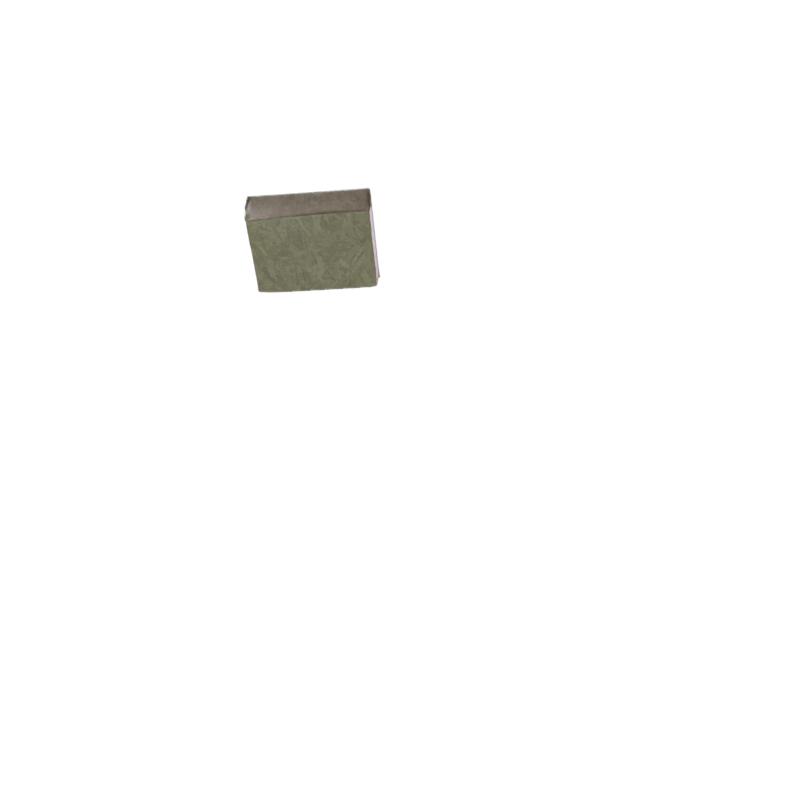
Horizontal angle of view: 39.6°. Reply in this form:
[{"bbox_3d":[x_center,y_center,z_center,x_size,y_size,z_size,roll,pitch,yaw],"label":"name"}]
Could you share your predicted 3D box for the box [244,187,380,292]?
[{"bbox_3d":[-0.078,-0.142,0.994,0.114,0.083,0.042,-4,42,3],"label":"box"}]
